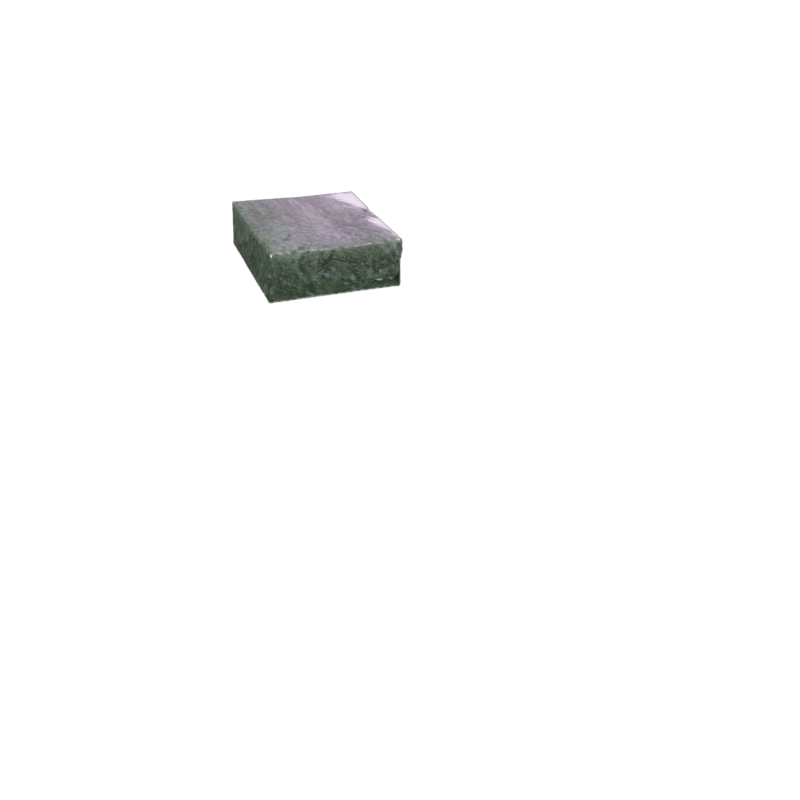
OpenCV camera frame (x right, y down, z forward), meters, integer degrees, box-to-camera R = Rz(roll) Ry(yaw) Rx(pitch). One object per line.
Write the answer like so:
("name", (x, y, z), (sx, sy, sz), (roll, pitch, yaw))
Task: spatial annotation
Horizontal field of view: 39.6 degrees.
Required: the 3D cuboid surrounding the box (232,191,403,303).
("box", (-0.047, -0.087, 0.607), (0.072, 0.029, 0.095), (-8, 28, -16))
